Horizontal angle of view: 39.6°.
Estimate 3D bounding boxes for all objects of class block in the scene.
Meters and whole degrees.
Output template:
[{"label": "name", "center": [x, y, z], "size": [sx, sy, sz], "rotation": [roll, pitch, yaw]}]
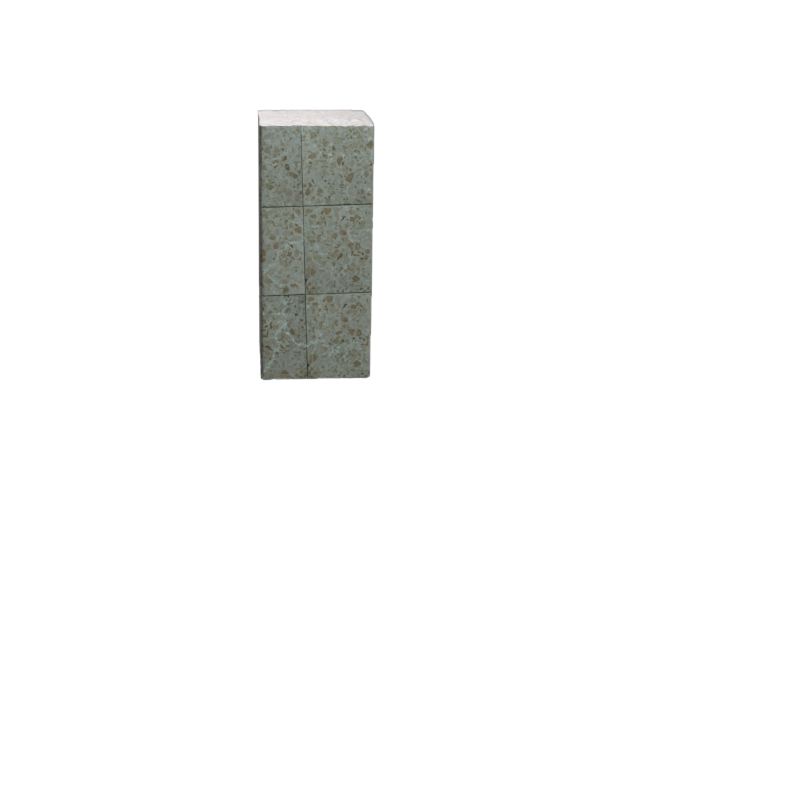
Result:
[{"label": "block", "center": [-0.071, -0.130, 0.909], "size": [0.090, 0.199, 0.094], "rotation": [-1, 16, -6]}]
